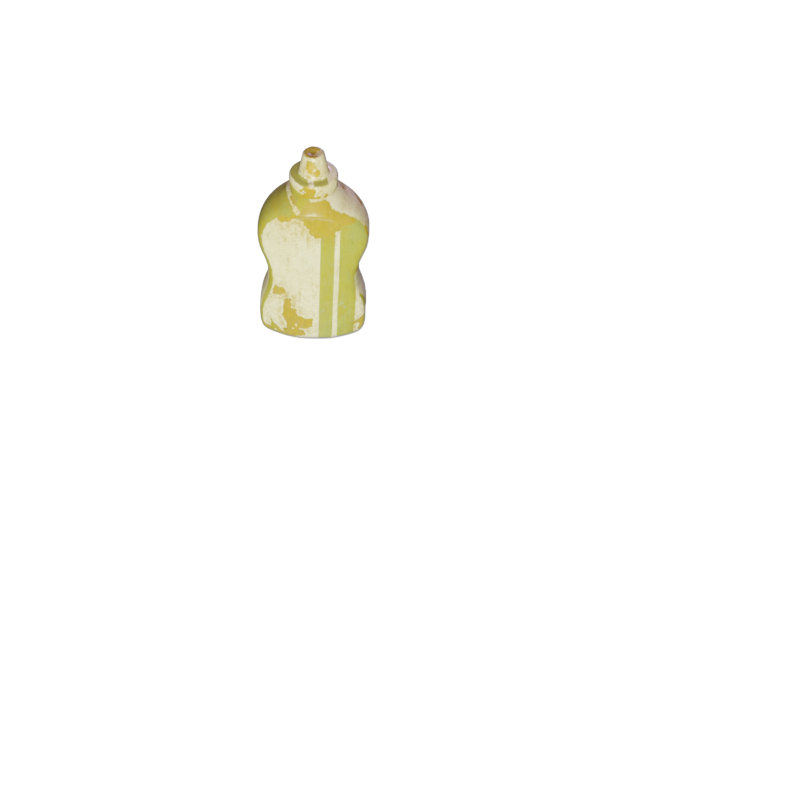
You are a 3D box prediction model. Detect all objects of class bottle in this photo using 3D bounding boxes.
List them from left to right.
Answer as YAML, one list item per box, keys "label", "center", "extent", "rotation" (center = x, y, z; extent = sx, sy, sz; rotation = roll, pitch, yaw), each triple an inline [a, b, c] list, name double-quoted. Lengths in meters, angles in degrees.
- label: "bottle"
  center: [-0.075, -0.138, 0.963]
  extent: [0.096, 0.062, 0.179]
  rotation: [4, -45, 1]
